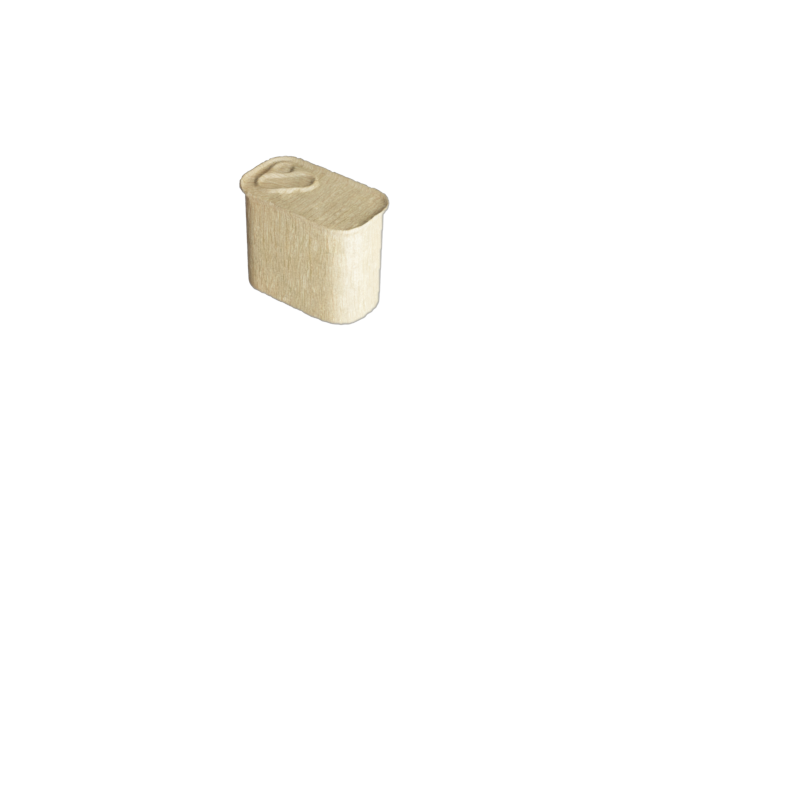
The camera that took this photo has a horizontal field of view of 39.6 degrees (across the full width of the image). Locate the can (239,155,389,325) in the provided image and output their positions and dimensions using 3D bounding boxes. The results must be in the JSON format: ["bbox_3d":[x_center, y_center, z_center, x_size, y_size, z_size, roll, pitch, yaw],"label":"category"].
[{"bbox_3d":[-0.060,-0.109,0.761,0.108,0.078,0.058,27,45,27],"label":"can"}]
